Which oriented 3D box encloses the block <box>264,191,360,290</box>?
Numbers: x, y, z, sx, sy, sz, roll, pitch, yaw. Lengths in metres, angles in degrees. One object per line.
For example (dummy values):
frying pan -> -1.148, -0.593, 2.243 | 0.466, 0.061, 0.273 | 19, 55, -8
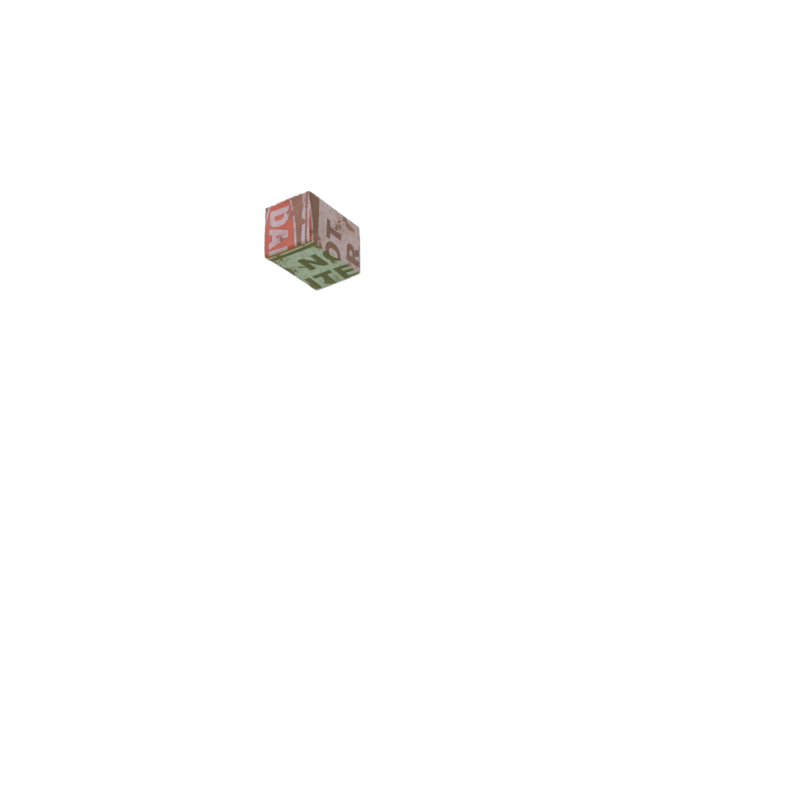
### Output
block -> -0.078, -0.142, 0.992 | 0.053, 0.054, 0.072 | -19, -32, 30
